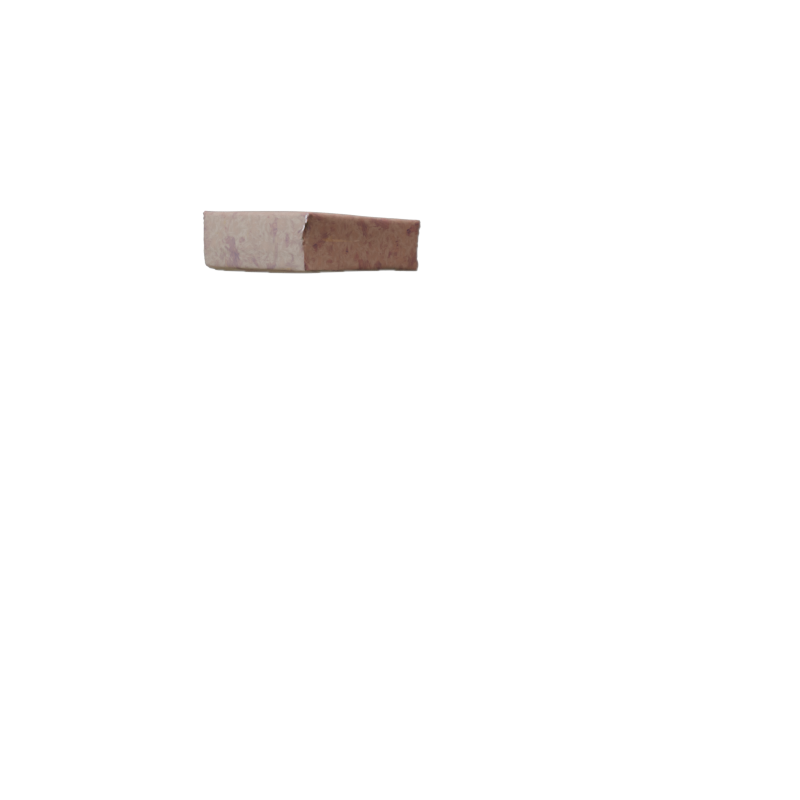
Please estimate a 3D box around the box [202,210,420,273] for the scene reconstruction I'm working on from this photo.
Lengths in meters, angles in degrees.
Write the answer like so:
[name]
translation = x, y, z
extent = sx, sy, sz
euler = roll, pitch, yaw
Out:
[box]
translation = -0.055, -0.100, 0.703
extent = 0.094, 0.038, 0.110
euler = 6, 10, 39
